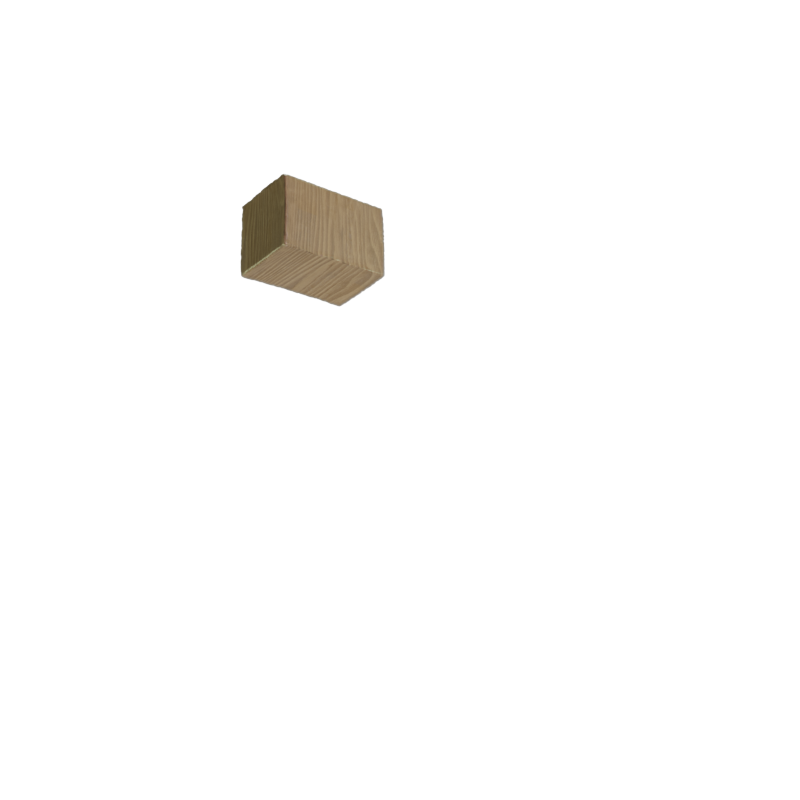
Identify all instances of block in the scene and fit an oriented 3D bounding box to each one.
[{"bbox_3d":[-0.055,-0.100,0.703,0.074,0.054,0.052,16,-31,-33],"label":"block"}]
